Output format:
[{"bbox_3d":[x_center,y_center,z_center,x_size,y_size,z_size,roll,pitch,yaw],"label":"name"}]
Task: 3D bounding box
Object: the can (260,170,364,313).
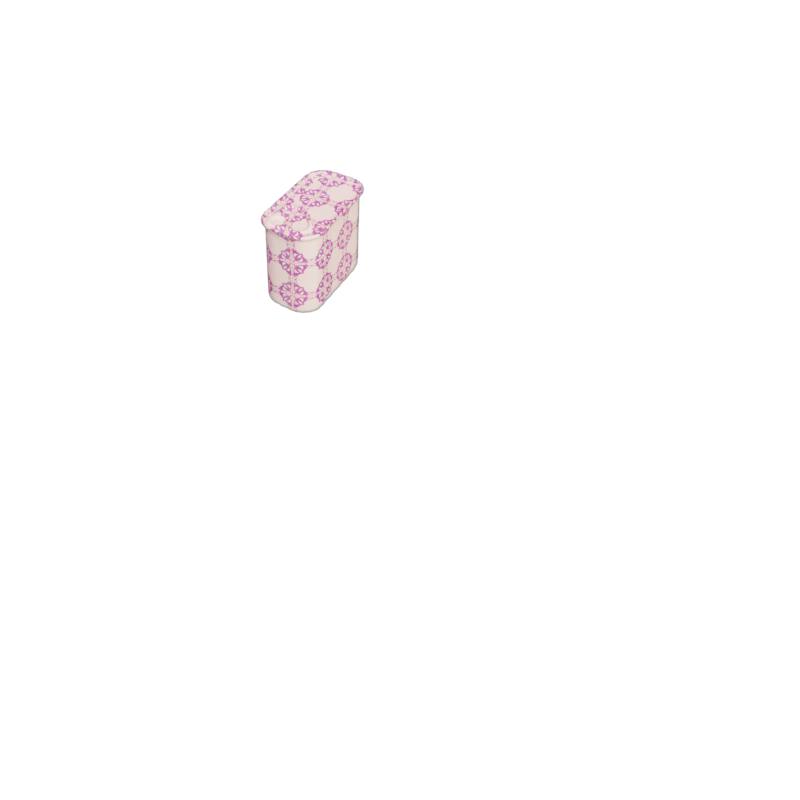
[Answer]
[{"bbox_3d":[-0.076,-0.138,0.965,0.060,0.078,0.105,20,44,20],"label":"can"}]
